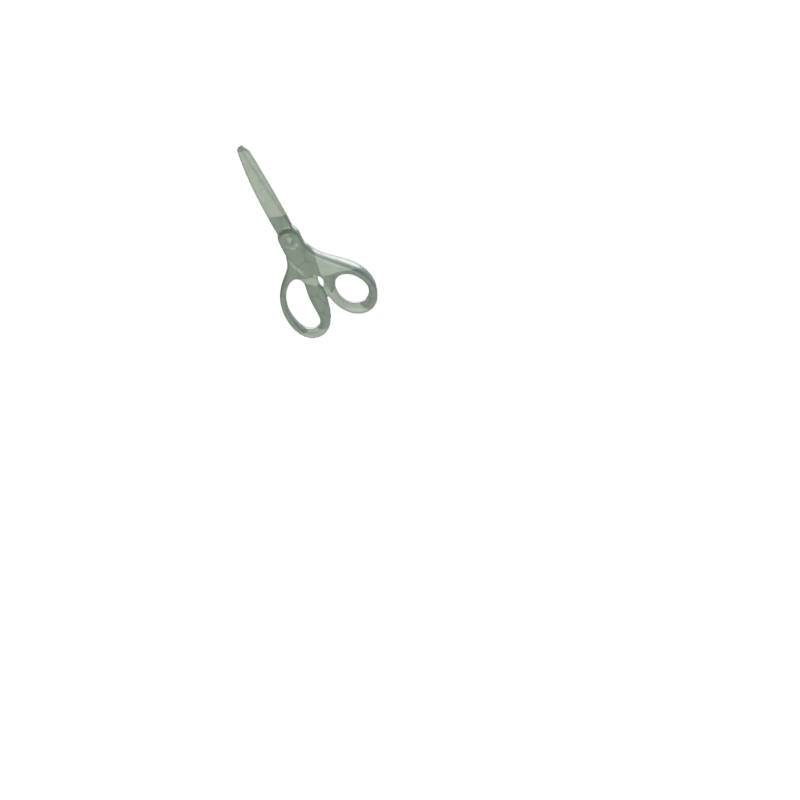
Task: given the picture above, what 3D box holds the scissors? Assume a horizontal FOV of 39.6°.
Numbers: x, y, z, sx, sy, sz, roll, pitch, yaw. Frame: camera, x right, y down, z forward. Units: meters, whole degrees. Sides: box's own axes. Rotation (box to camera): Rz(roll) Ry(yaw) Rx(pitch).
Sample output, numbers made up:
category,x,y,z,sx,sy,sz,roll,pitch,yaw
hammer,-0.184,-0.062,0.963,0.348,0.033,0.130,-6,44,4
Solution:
category,x,y,z,sx,sy,sz,roll,pitch,yaw
scissors,-0.074,-0.136,0.951,0.097,0.188,0.017,-5,37,4
